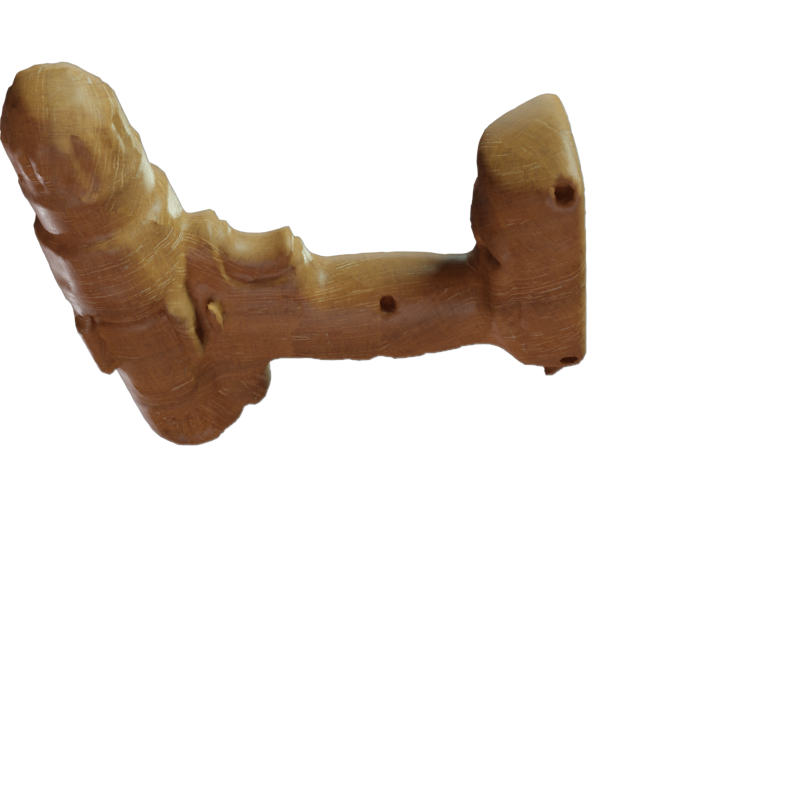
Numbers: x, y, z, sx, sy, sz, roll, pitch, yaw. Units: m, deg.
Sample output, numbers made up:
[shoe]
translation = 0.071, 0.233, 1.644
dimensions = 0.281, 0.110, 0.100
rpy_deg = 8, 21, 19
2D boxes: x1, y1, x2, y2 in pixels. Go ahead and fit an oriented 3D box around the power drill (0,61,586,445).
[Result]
[power drill]
translation = -0.031, -0.057, 0.399
dimensions = 0.189, 0.061, 0.170
rpy_deg = -6, -37, 8
